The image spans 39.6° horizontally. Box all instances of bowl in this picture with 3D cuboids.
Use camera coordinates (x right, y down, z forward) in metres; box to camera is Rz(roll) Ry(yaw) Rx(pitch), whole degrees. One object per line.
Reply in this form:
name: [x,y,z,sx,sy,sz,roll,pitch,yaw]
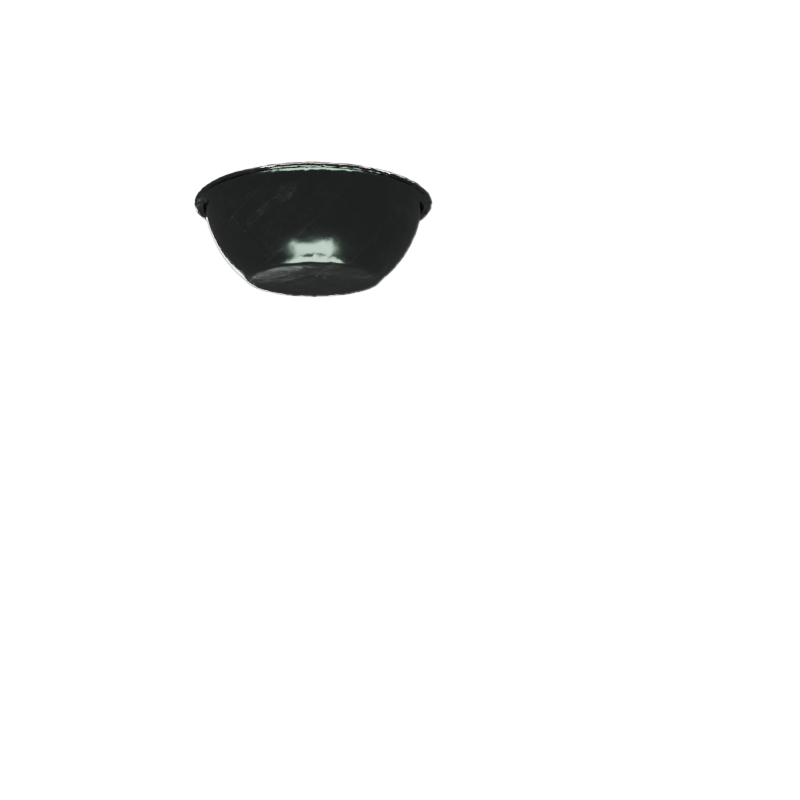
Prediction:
bowl: [-0.059,-0.107,0.749,0.162,0.057,0.157,0,-10,-2]
